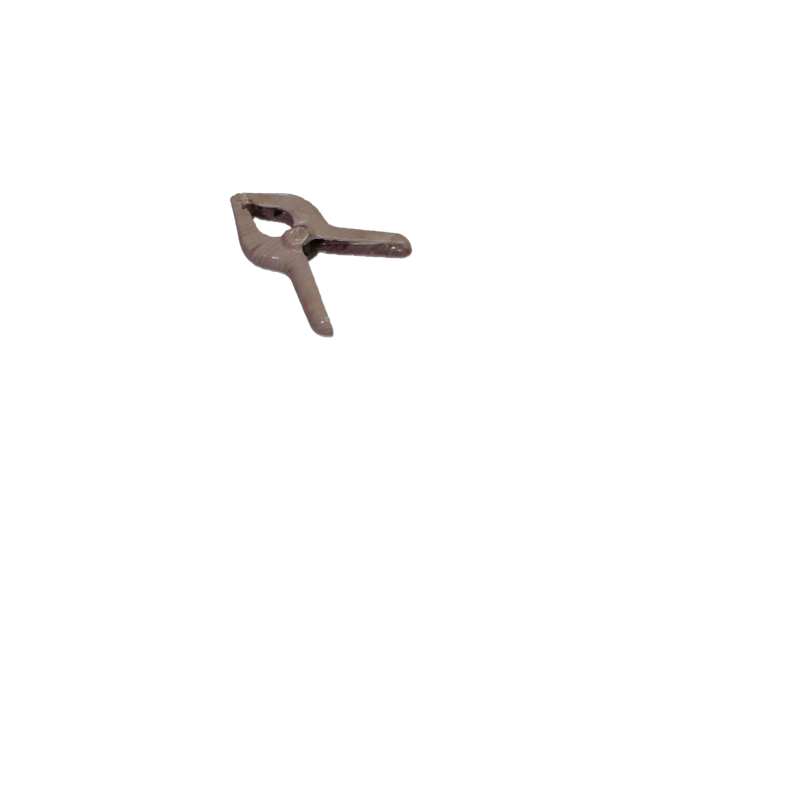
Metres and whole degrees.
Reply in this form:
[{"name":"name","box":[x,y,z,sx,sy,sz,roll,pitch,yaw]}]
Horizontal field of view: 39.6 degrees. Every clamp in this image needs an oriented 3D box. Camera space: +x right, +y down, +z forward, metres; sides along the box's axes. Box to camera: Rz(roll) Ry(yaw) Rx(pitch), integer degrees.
[{"name":"clamp","box":[-0.078,-0.142,0.993,0.121,0.182,0.037,-35,-28,-23]}]
